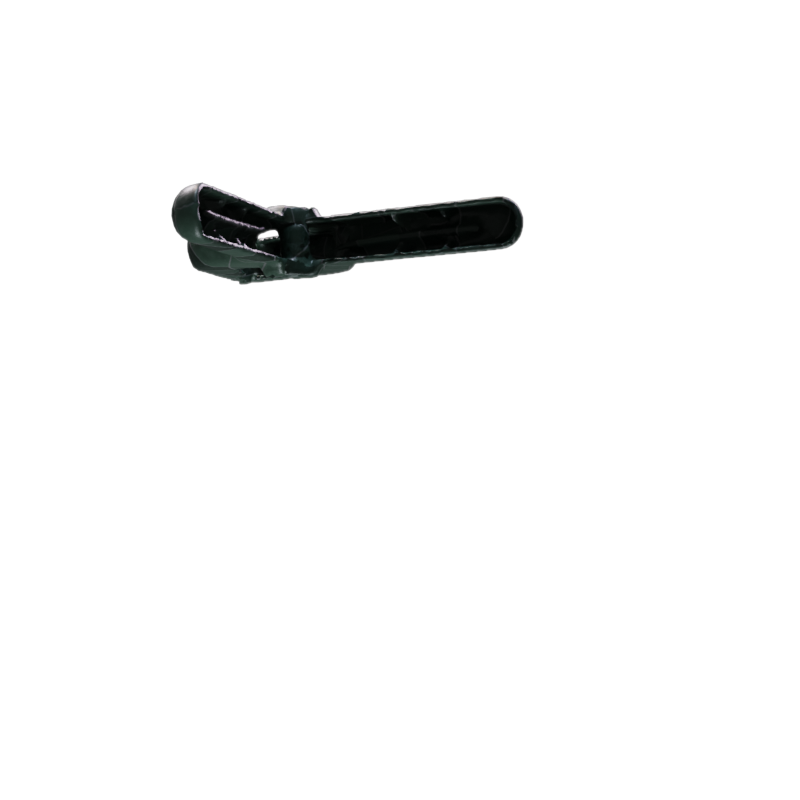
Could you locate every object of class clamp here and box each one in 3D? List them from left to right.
[{"bbox_3d":[-0.045,-0.082,0.574,0.161,0.037,0.212,0,1,-16],"label":"clamp"}]
